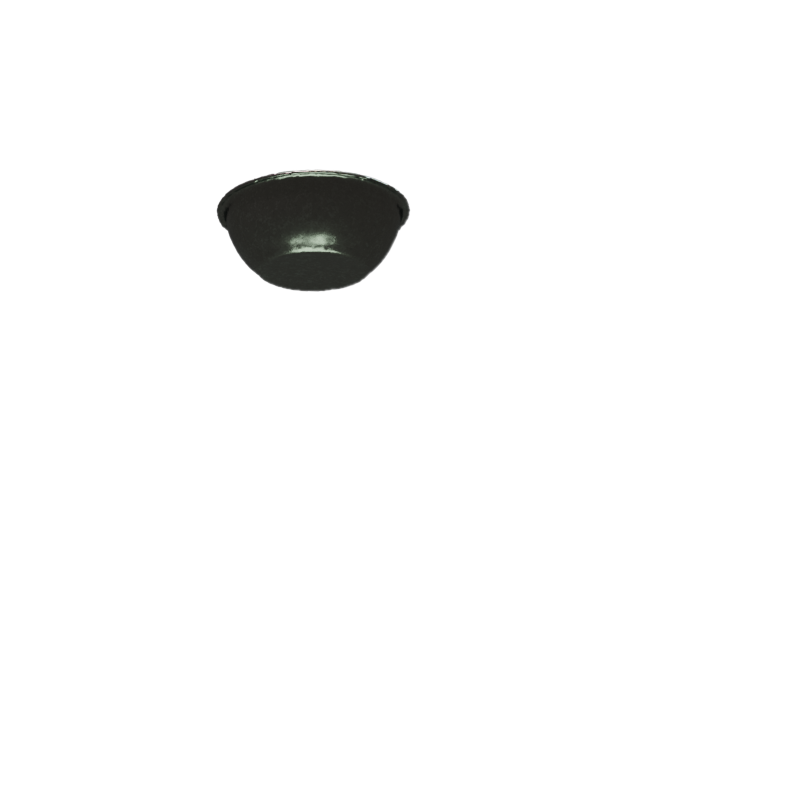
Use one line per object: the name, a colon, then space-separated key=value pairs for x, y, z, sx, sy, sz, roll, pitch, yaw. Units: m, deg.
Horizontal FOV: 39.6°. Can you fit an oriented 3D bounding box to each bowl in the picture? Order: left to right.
bowl: x=-0.072 y=-0.131 z=0.916 sx=0.162 sy=0.058 sz=0.155 roll=0 pitch=-16 yaw=-2
